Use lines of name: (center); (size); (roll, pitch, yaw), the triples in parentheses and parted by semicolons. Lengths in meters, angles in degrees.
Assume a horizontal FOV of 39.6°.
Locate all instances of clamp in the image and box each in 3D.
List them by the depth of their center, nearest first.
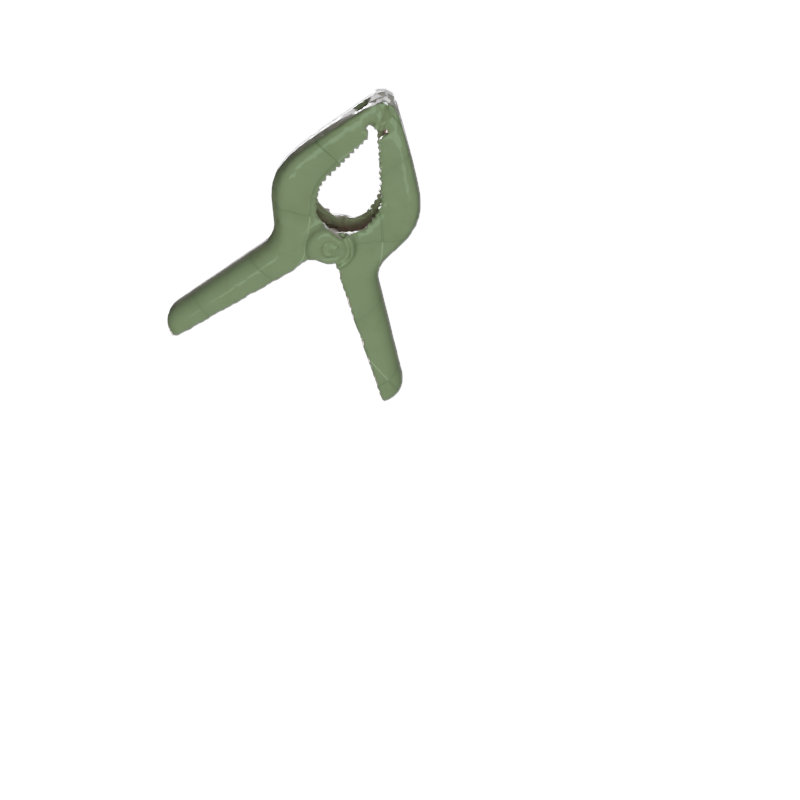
clamp: (-0.056, -0.102, 0.712); (0.163, 0.200, 0.039); (12, 27, -7)
